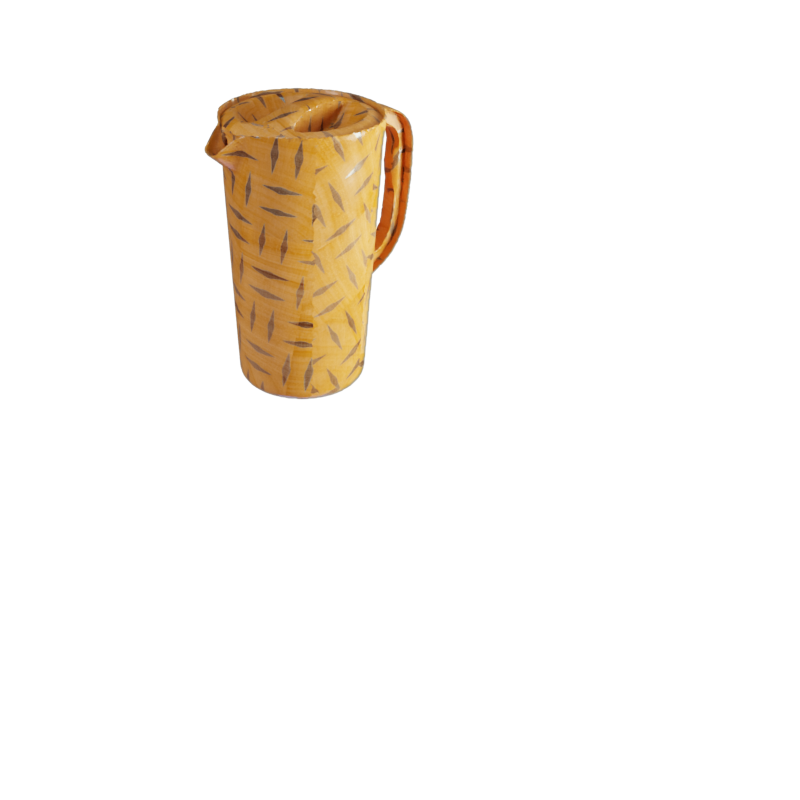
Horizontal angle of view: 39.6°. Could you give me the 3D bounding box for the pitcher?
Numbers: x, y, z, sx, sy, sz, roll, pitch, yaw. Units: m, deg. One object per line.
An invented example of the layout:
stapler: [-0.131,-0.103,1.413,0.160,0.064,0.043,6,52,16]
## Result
pitcher: [-0.072,-0.131,0.919,0.151,0.230,0.151,5,28,7]
